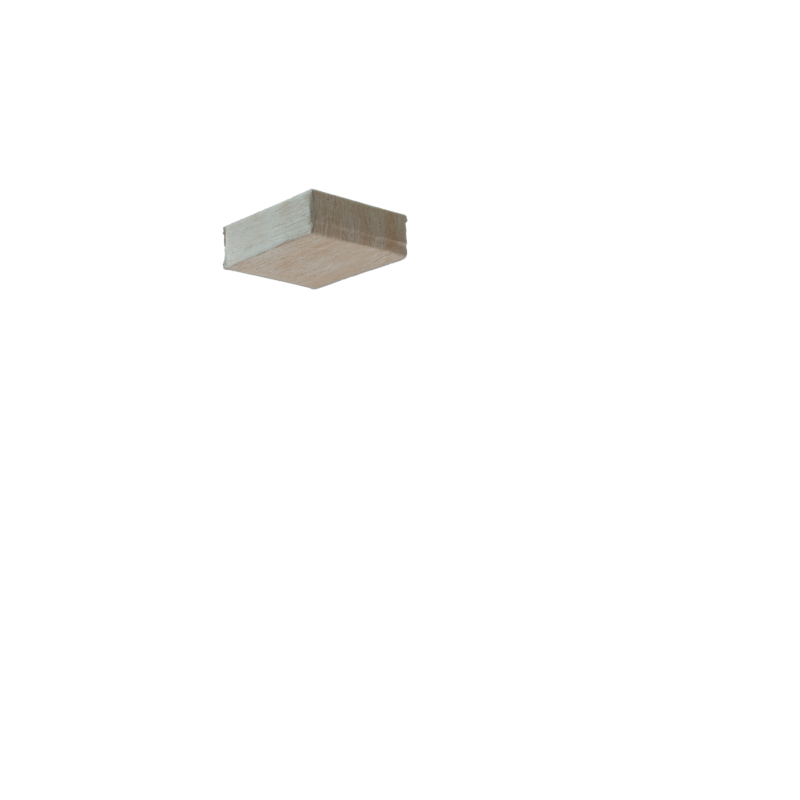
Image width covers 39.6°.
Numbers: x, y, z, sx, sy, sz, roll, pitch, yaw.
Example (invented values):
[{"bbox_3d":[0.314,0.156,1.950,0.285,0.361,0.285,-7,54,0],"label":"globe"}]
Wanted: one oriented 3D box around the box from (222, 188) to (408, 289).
[{"bbox_3d":[-0.064,-0.117,0.817,0.085,0.040,0.115,11,-17,-40],"label":"box"}]
